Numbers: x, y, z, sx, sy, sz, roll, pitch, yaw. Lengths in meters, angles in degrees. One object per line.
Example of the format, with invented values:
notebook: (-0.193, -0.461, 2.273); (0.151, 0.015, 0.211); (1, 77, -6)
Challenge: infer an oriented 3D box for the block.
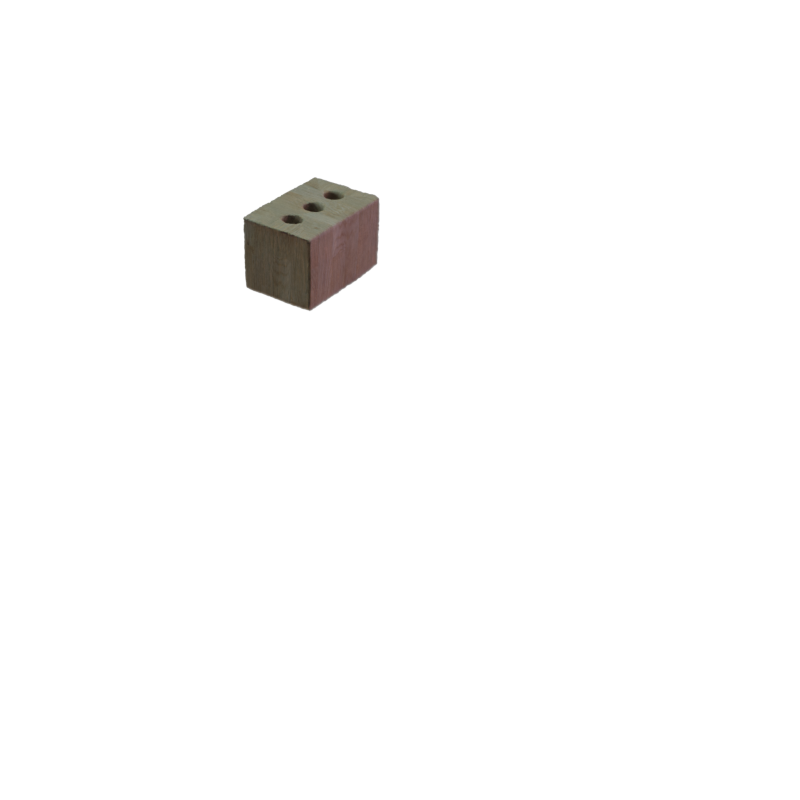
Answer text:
block: (-0.055, -0.100, 0.703); (0.055, 0.048, 0.079); (19, 37, 27)
